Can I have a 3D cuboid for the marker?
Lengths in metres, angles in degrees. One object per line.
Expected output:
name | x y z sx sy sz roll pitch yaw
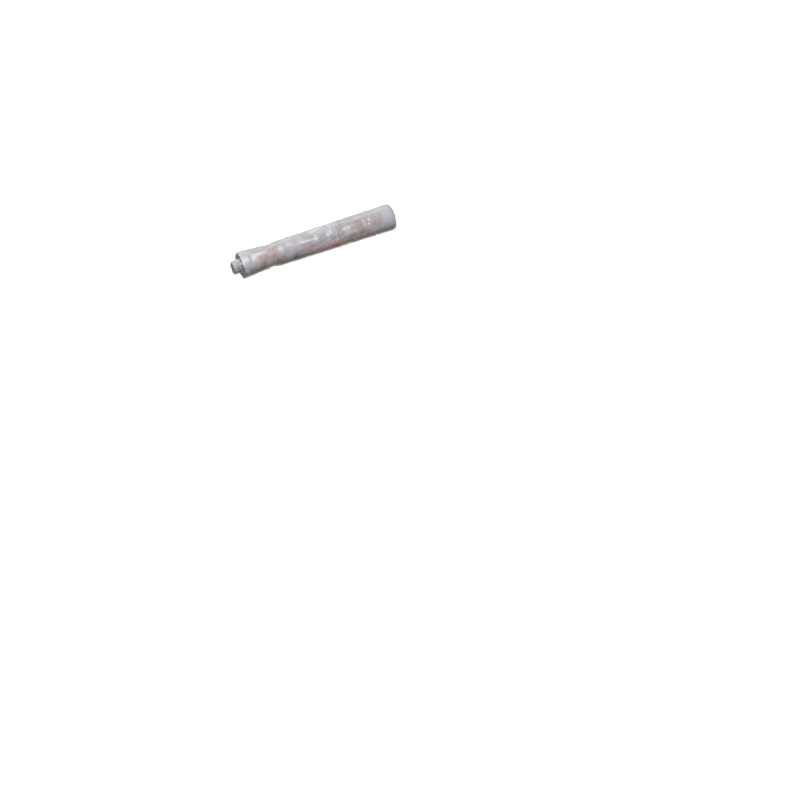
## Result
marker | -0.060 -0.110 0.771 0.120 0.019 0.020 -20 10 -16
